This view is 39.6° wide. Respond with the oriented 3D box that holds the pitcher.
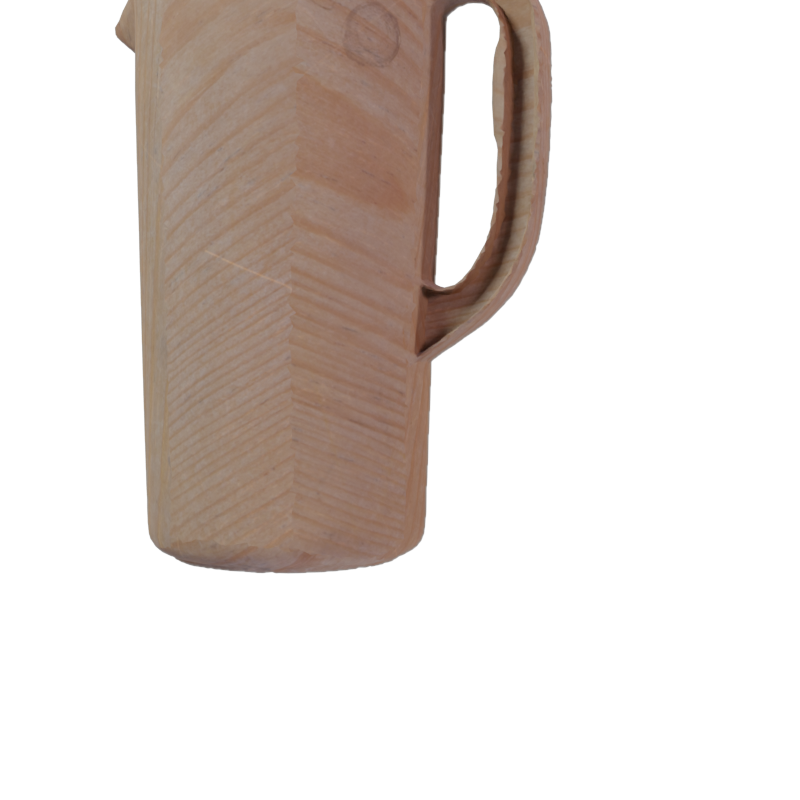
[{"bbox_3d":[-0.034,-0.063,0.440,0.141,0.247,0.152,2,-5,-24],"label":"pitcher"}]
